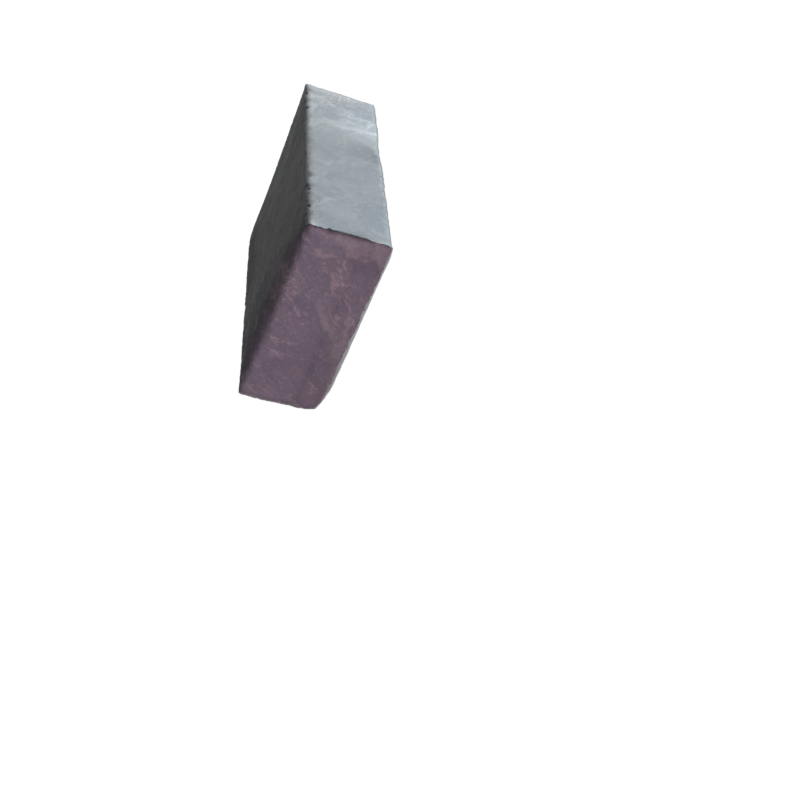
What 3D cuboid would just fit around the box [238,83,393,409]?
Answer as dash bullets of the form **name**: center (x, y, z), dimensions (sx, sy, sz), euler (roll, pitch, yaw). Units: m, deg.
- **box**: center (-0.068, -0.125, 0.875), dimensions (0.070, 0.157, 0.229), euler (15, 36, -16)
